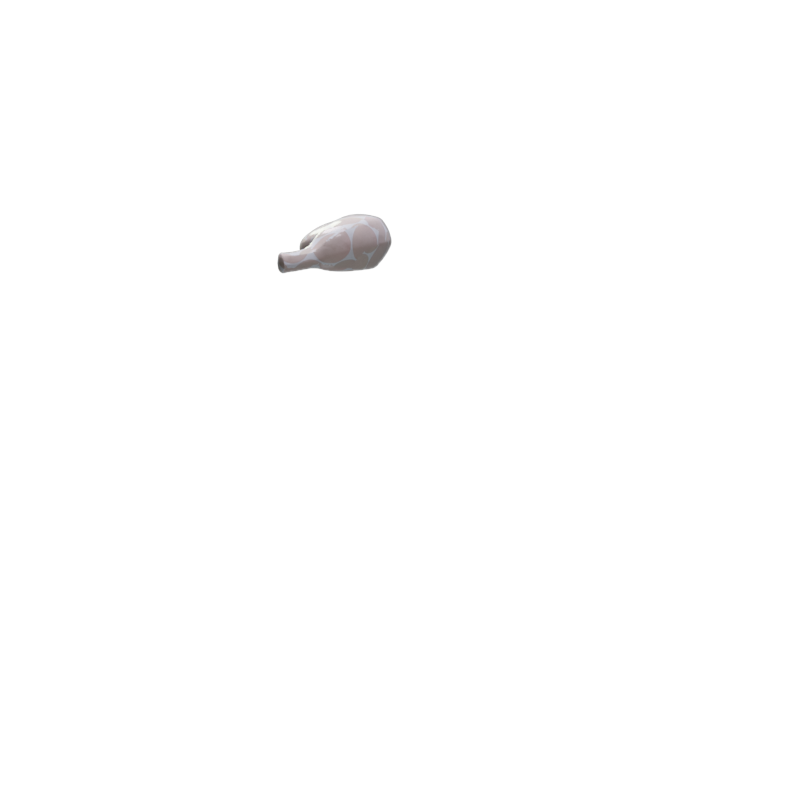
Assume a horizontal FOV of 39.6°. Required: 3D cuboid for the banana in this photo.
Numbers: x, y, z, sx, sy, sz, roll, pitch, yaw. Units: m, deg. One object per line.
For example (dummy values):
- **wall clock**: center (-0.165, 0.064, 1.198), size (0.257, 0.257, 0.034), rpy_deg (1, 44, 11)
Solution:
- **banana**: center (-0.041, -0.108, 0.754), size (0.070, 0.036, 0.199), rpy_deg (0, 8, 0)
